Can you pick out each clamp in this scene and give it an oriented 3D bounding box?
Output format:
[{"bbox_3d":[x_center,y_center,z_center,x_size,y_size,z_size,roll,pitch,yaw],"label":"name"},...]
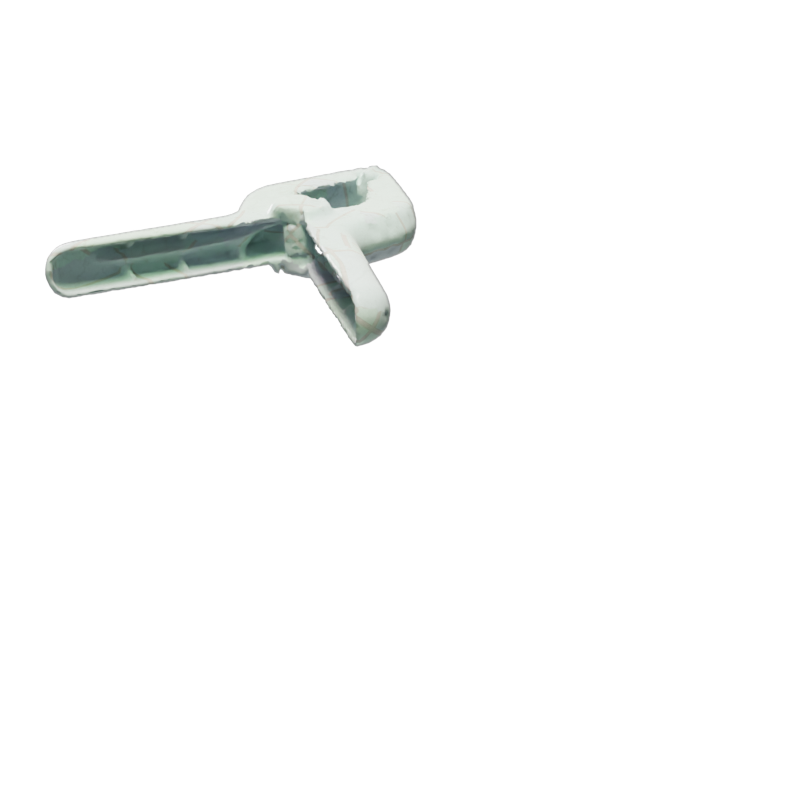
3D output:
[{"bbox_3d":[-0.042,-0.077,0.541,0.172,0.035,0.210,14,27,28],"label":"clamp"}]
